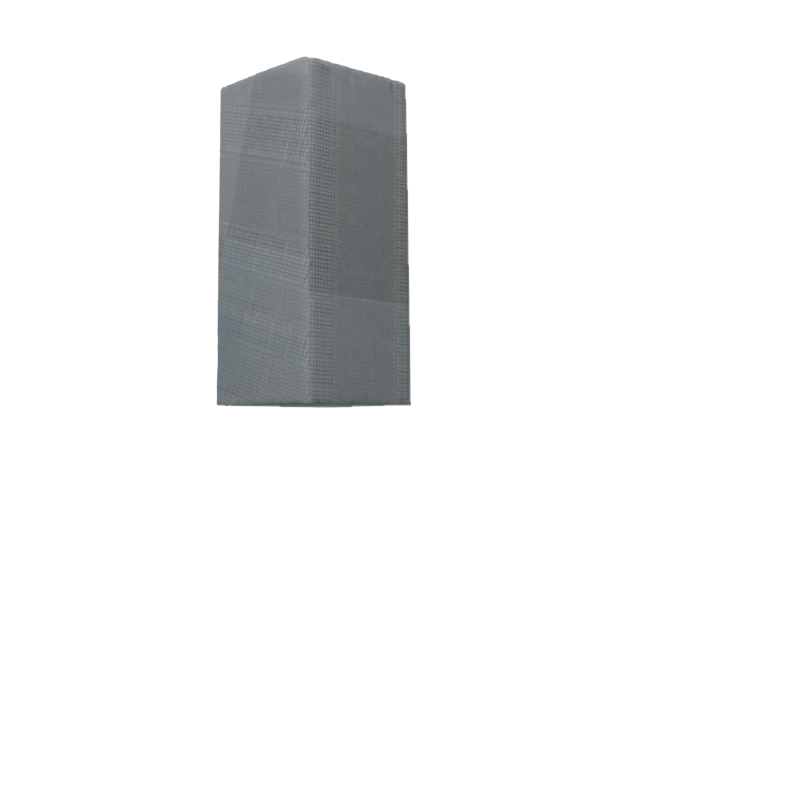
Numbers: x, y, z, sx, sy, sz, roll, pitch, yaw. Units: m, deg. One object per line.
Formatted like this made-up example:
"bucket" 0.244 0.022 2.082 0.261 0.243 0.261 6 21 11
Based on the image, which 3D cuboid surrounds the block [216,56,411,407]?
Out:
"block" -0.055 -0.101 0.704 0.086 0.211 0.092 7 -11 -43
